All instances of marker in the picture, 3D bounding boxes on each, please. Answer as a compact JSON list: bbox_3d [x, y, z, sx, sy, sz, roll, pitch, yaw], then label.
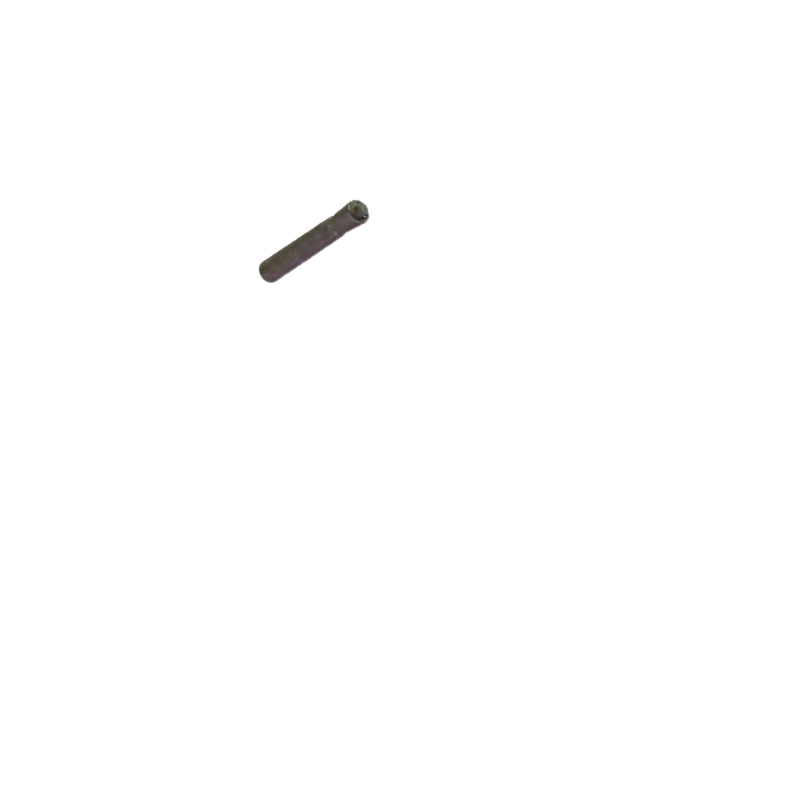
[{"bbox_3d":[-0.064,-0.117,0.817,0.019,0.020,0.121,-3,-15,-42],"label":"marker"}]
